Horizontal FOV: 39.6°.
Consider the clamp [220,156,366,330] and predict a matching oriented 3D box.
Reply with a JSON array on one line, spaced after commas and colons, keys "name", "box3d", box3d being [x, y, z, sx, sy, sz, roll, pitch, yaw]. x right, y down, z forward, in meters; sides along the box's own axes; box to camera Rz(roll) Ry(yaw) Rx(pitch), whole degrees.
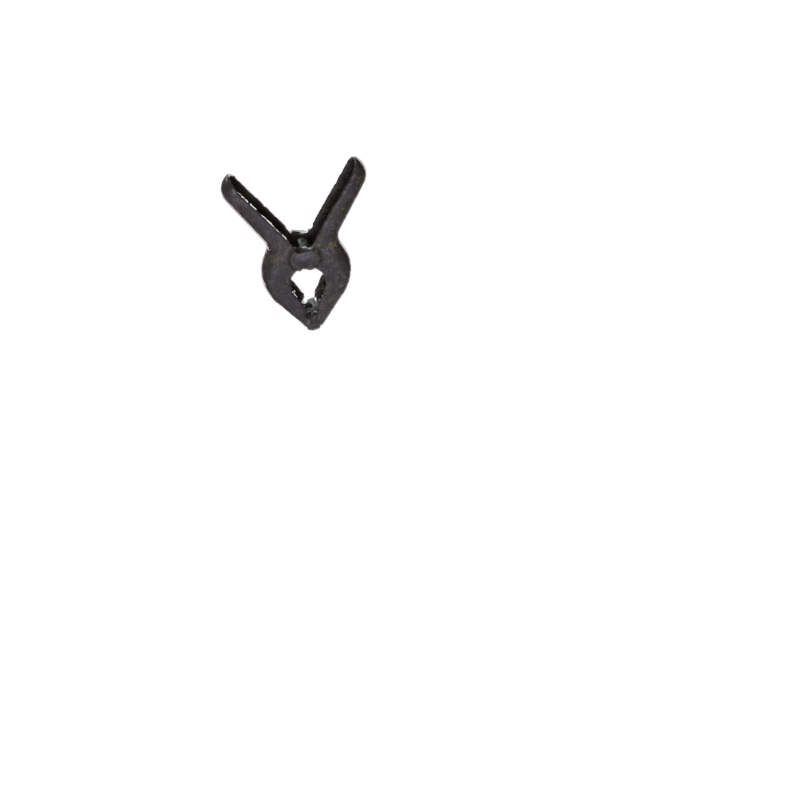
[{"name": "clamp", "box3d": [-0.075, -0.137, 0.958, 0.121, 0.158, 0.042, -10, 41, 9]}]
